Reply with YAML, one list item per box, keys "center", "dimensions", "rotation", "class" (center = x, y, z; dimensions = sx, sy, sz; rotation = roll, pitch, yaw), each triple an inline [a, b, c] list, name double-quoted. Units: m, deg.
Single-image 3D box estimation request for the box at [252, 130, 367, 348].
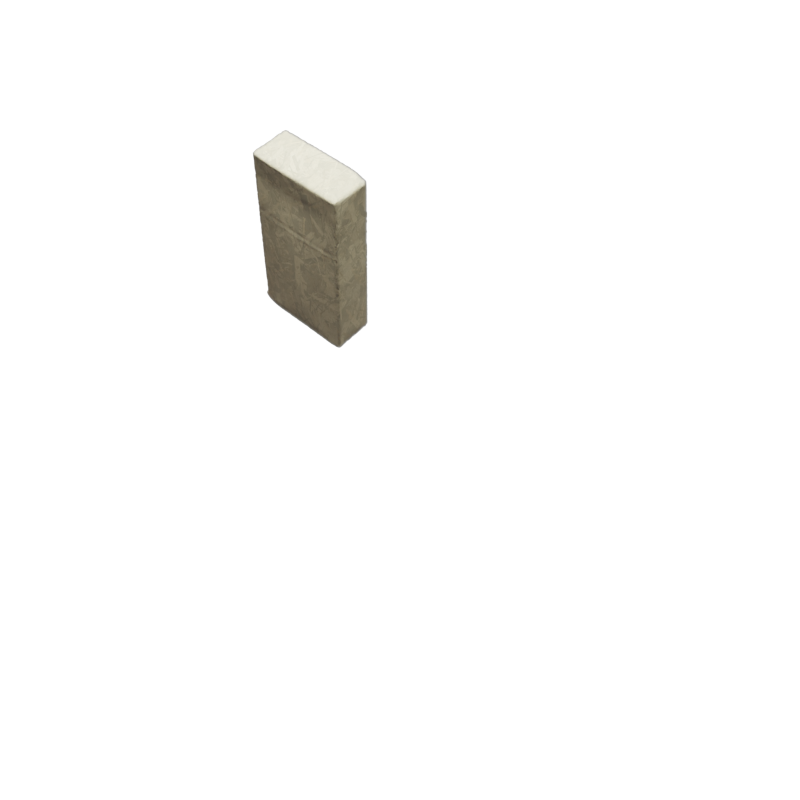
- center: [-0.073, -0.133, 0.932]
  dimensions: [0.099, 0.164, 0.048]
  rotation: [36, 56, 25]
  class: "box"
